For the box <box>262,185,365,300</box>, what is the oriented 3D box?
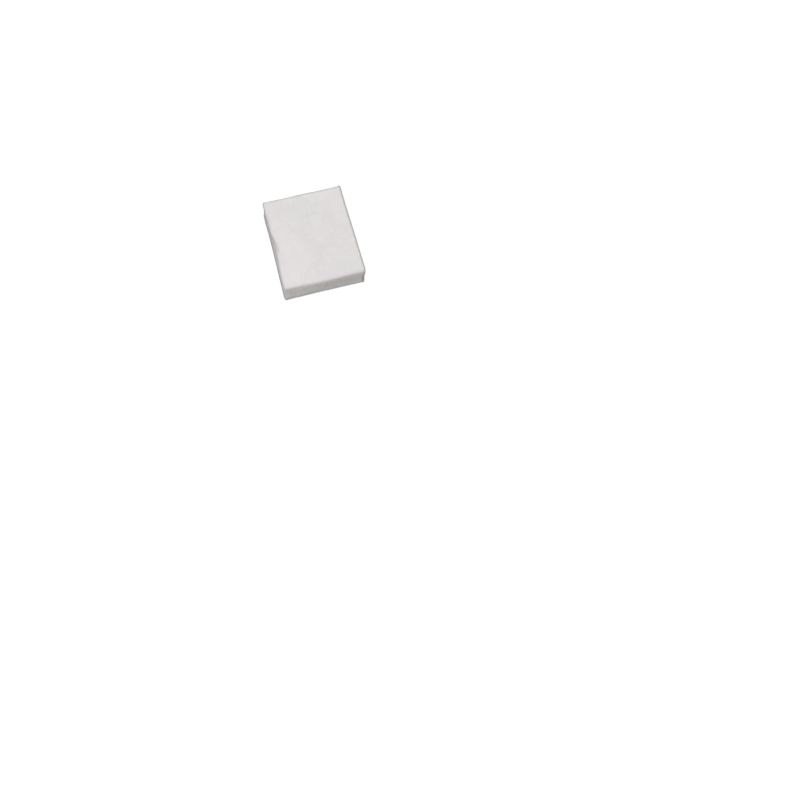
[{"bbox_3d":[-0.077,-0.140,0.981,0.073,0.094,0.029,-13,-22,-6],"label":"box"}]
